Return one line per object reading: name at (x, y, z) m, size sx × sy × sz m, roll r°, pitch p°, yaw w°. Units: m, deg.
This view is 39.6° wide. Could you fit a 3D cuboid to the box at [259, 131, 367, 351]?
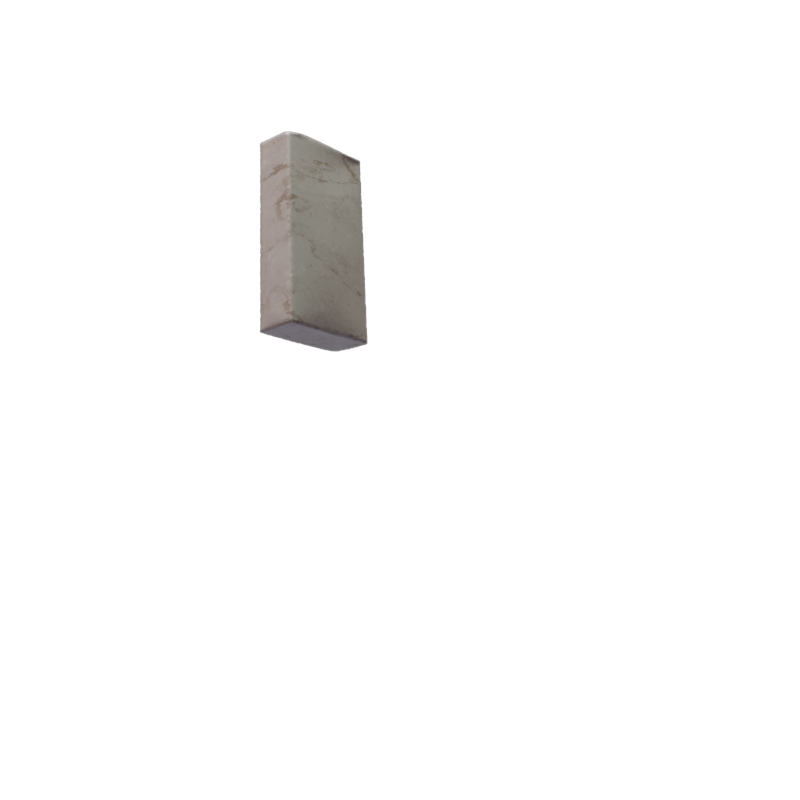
box at (-0.074, -0.136, 0.952) m, size 0.049 × 0.185 × 0.088 m, roll -19°, pitch -25°, yaw 40°
